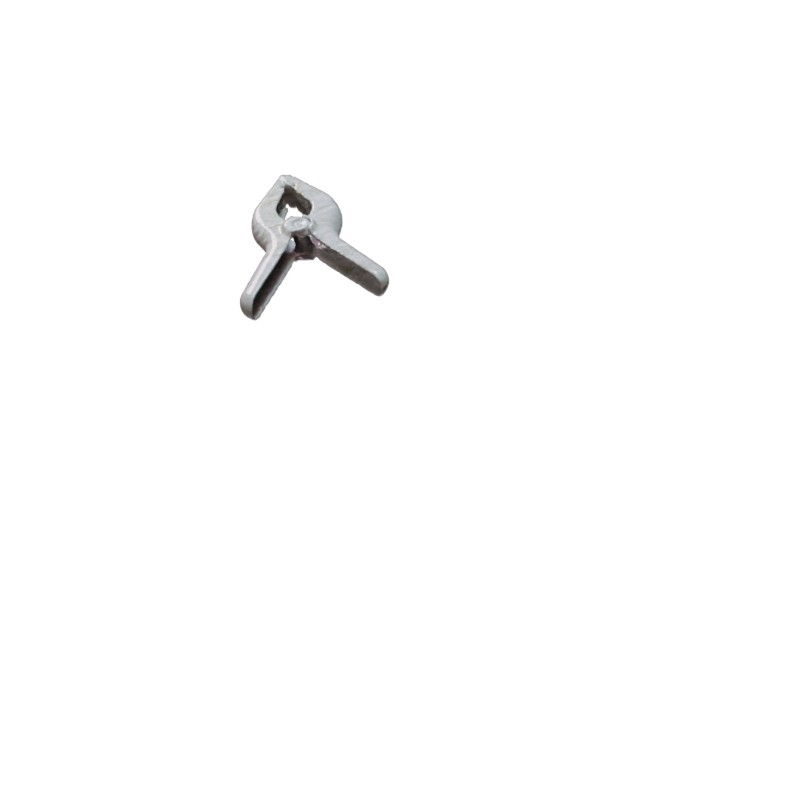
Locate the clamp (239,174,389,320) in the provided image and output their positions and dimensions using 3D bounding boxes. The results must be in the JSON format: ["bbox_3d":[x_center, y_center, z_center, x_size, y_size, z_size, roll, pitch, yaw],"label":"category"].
[{"bbox_3d":[-0.074,-0.134,0.942,0.120,0.184,0.036,-2,-45,-2],"label":"clamp"}]
